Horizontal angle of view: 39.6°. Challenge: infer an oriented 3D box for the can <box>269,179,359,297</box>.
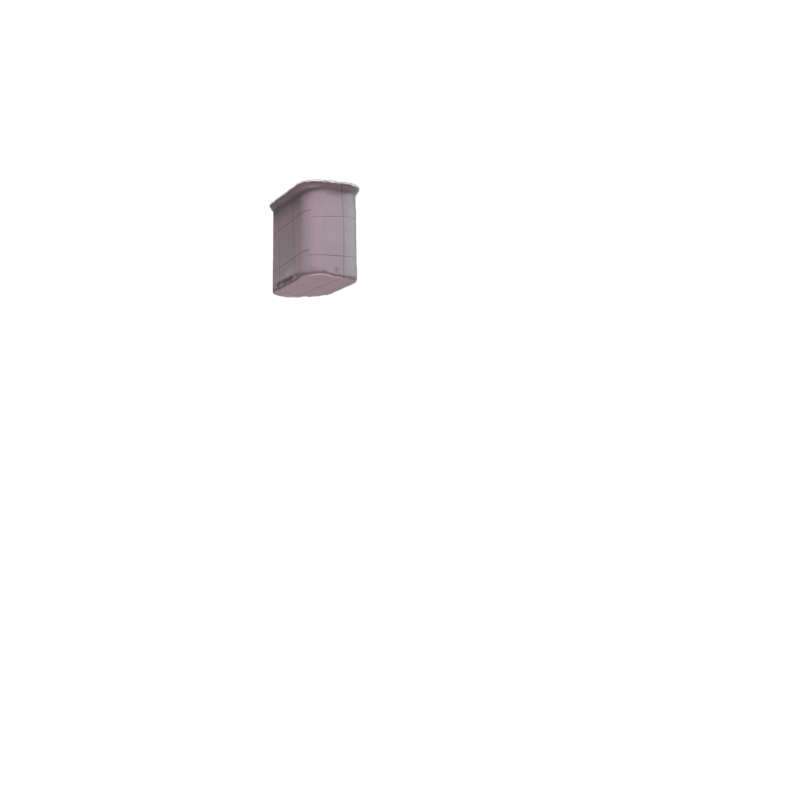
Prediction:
[{"bbox_3d":[-0.076,-0.139,0.975,0.056,0.086,0.102,5,-11,-25],"label":"can"}]
